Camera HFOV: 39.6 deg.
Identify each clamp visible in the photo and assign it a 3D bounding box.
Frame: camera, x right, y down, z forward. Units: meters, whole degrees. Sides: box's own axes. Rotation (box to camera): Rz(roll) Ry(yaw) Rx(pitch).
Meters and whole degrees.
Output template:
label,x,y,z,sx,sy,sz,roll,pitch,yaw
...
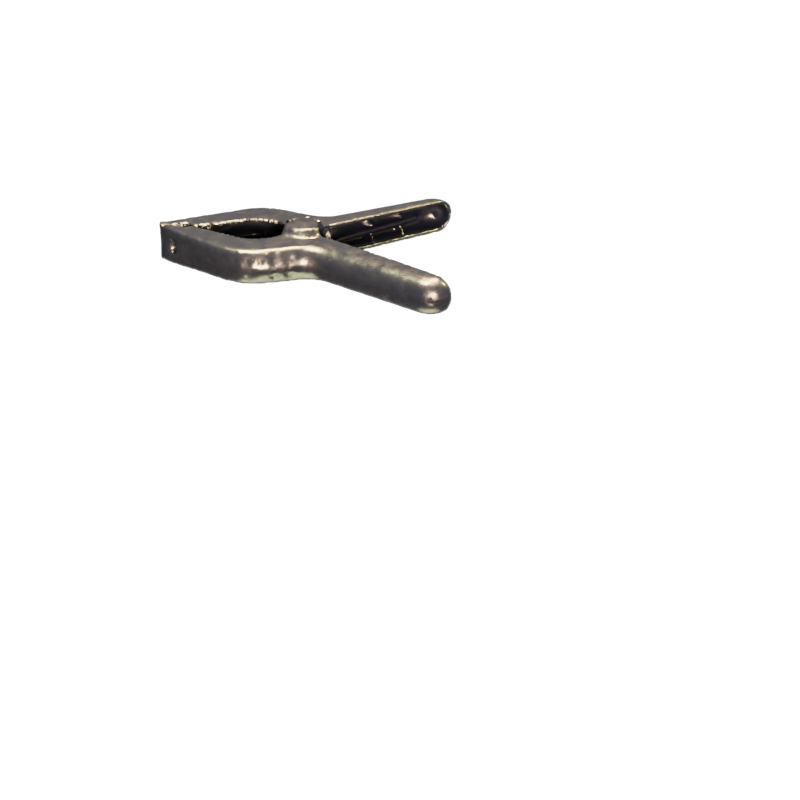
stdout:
label,x,y,z,sx,sy,sz,roll,pitch,yaw
clamp,-0.061,-0.110,0.774,0.214,0.034,0.170,6,28,11
